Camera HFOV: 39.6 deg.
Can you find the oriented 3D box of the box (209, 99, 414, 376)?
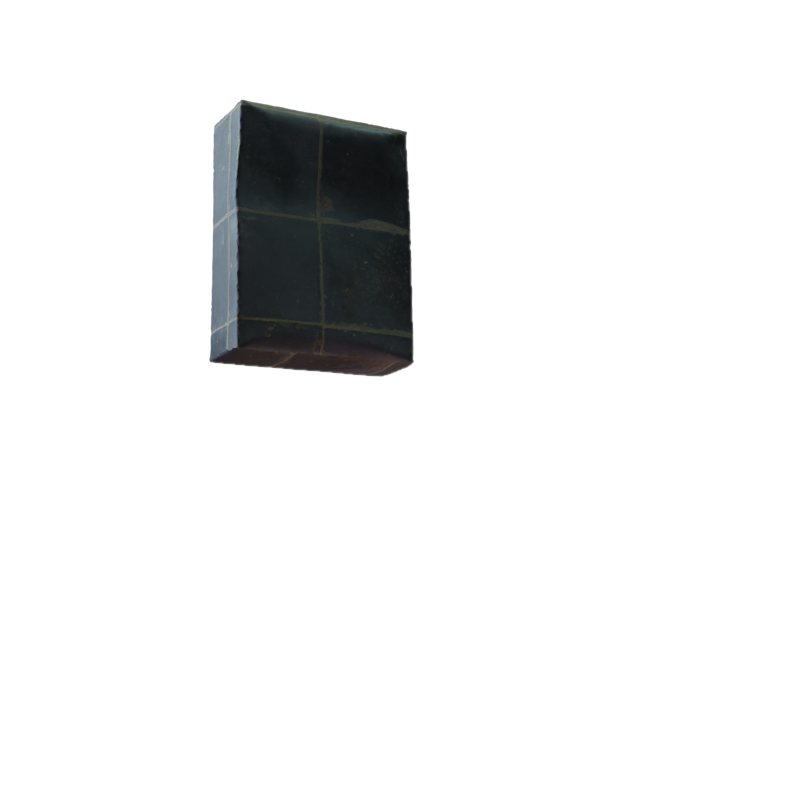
[{"bbox_3d":[-0.074,-0.134,0.941,0.158,0.222,0.072,6,-17,-26],"label":"box"}]
